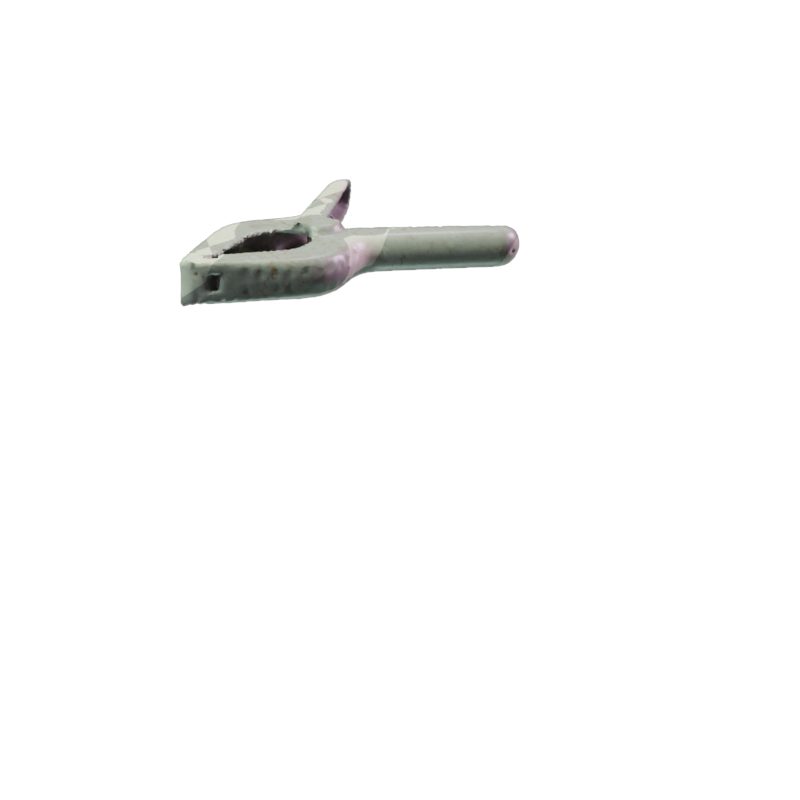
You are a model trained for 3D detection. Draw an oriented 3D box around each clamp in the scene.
[{"bbox_3d":[-0.054,-0.099,0.696,0.206,0.035,0.176,-18,30,-34],"label":"clamp"}]
